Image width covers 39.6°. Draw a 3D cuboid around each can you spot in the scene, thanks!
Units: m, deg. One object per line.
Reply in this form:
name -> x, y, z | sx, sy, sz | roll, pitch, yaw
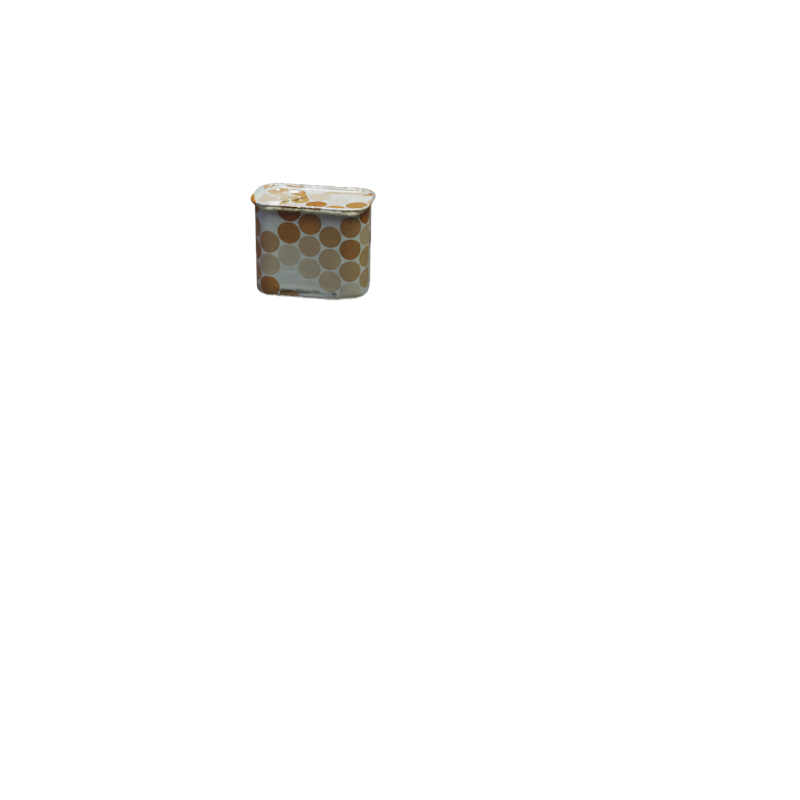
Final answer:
can -> -0.074, -0.134, 0.939 | 0.103, 0.080, 0.060 | 5, 24, 9
